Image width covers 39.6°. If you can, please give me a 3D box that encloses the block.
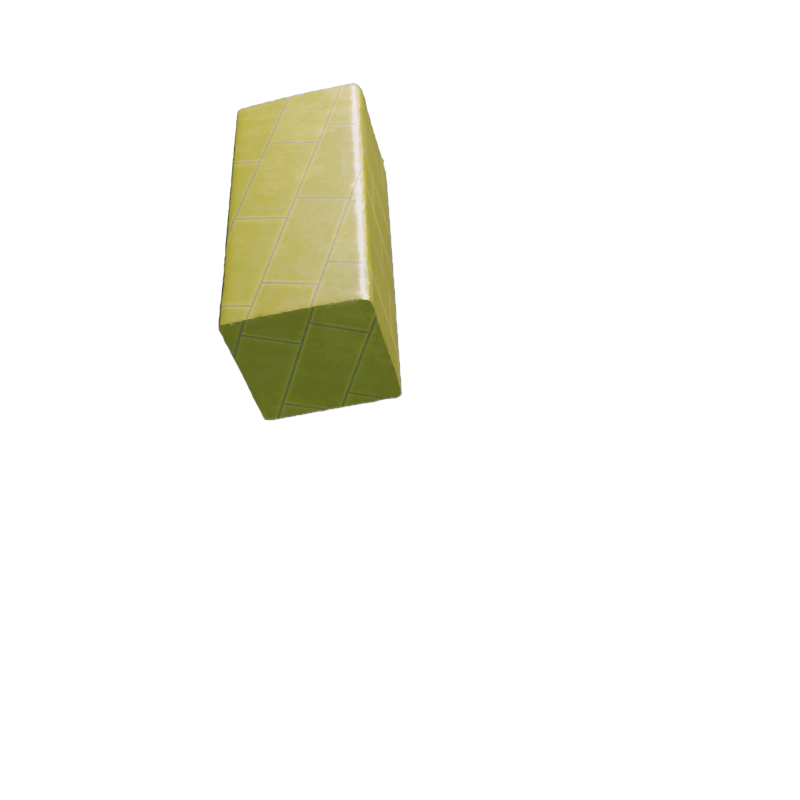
[{"bbox_3d":[-0.055,-0.103,0.716,0.091,0.221,0.084,-11,-44,8],"label":"block"}]
